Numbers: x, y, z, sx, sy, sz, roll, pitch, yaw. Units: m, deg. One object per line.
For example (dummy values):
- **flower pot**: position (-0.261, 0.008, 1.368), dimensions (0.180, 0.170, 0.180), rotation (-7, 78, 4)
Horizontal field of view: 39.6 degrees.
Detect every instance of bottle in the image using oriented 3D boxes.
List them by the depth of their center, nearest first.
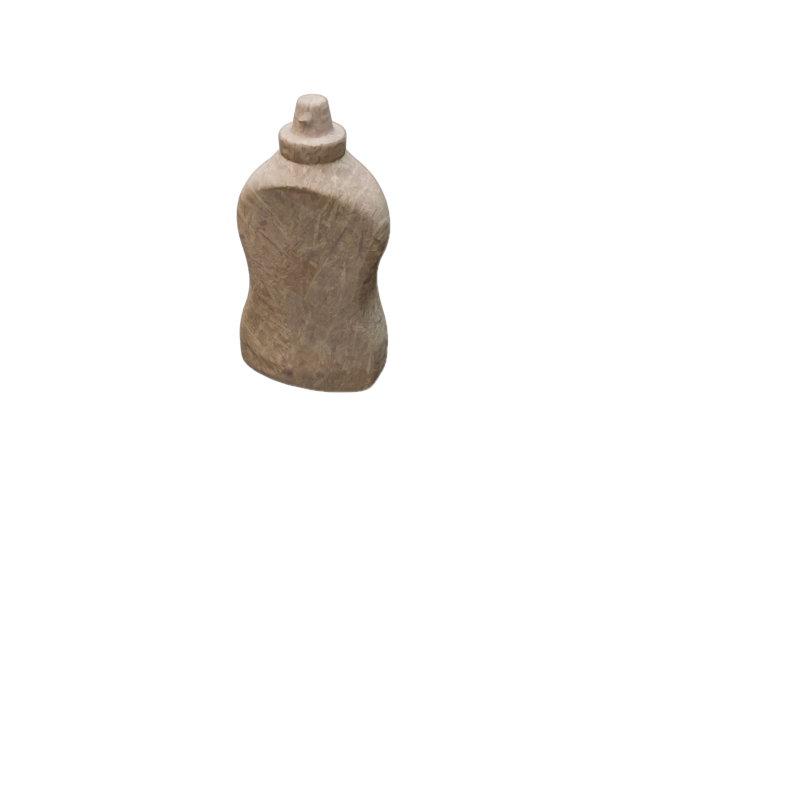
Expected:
- **bottle**: position (-0.055, -0.099, 0.696), dimensions (0.099, 0.180, 0.060), rotation (13, 32, 18)
